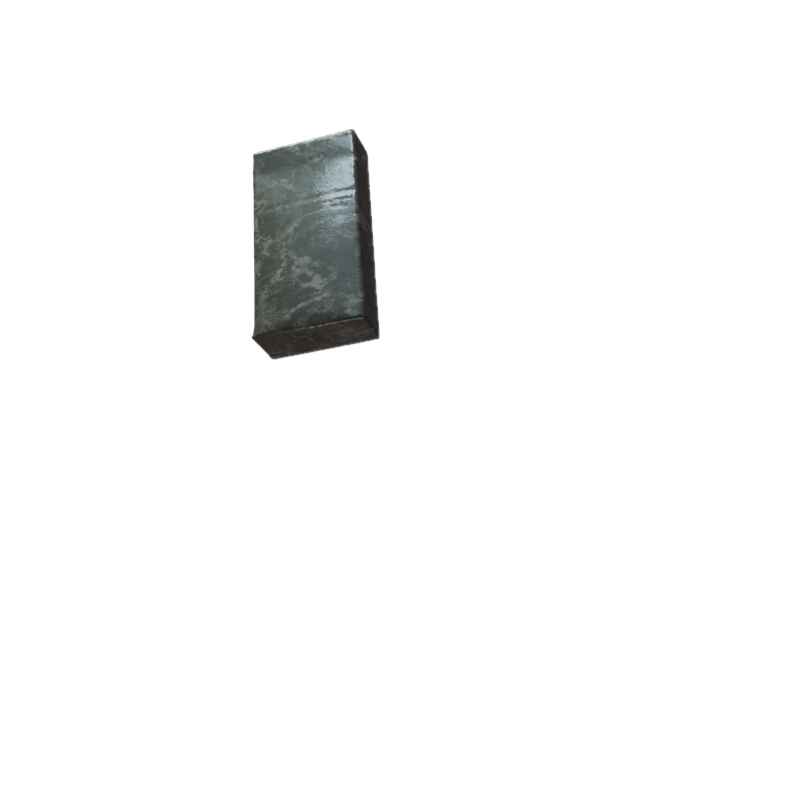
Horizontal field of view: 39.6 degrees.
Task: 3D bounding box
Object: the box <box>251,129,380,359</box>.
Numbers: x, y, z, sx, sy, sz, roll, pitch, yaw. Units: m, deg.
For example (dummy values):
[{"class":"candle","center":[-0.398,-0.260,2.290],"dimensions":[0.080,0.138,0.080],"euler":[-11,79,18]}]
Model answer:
[{"class":"box","center":[-0.069,-0.126,0.885],"dimensions":[0.094,0.188,0.044],"euler":[-12,-32,15]}]
